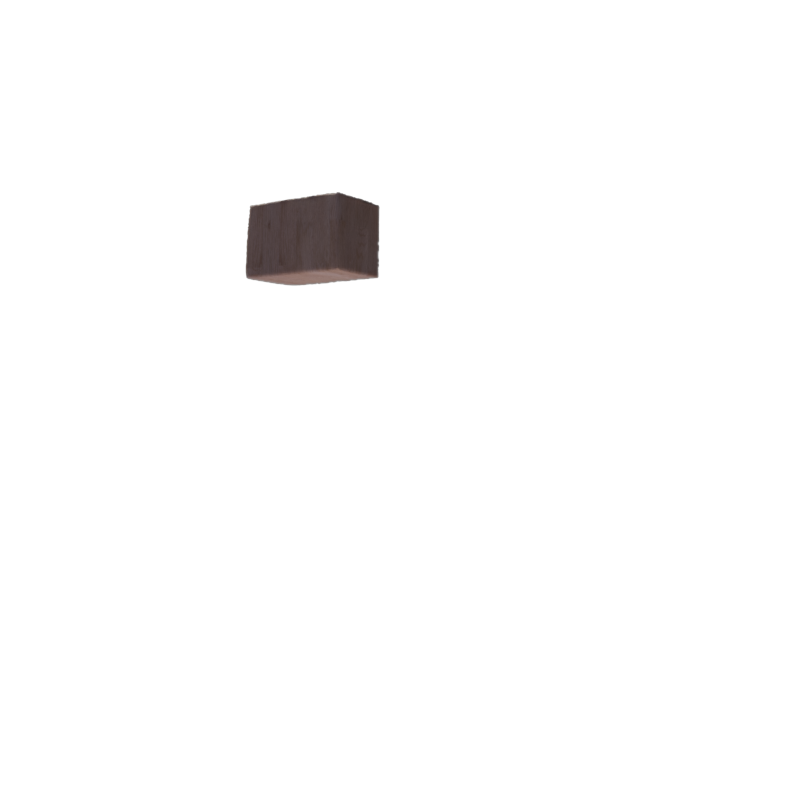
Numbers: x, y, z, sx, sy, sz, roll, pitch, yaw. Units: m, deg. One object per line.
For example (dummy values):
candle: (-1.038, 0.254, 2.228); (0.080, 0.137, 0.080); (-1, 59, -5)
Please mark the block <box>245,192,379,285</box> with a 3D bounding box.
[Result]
block: (-0.059, -0.108, 0.758); (0.080, 0.052, 0.050); (-3, -6, 33)
